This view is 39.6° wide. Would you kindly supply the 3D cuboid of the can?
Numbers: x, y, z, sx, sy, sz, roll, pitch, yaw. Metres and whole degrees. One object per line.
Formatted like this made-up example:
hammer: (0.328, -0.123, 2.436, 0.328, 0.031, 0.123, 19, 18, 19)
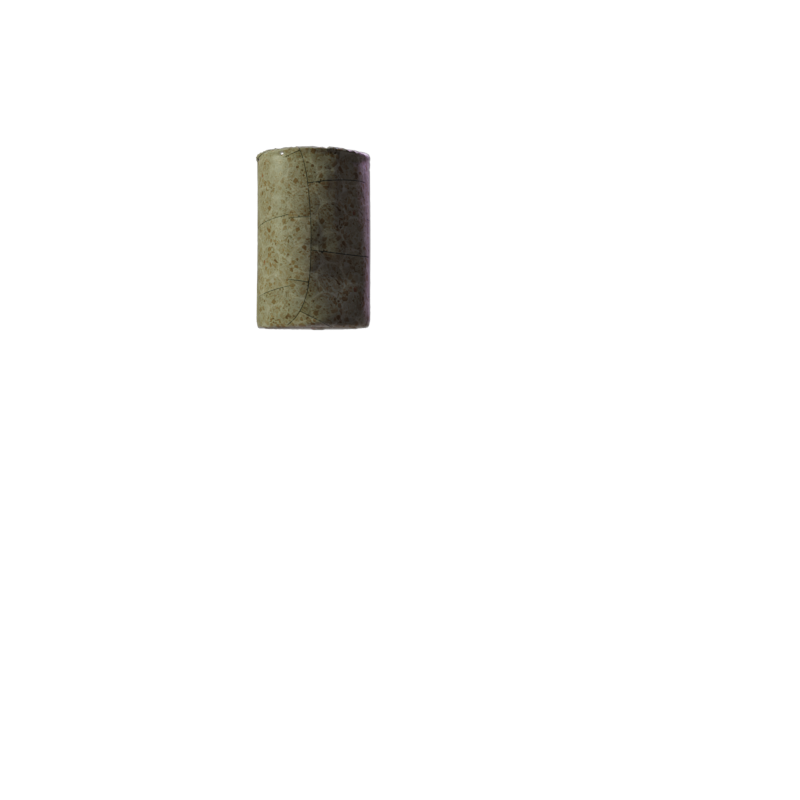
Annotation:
can: (-0.051, -0.093, 0.652, 0.068, 0.103, 0.068, 0, -3, -2)
